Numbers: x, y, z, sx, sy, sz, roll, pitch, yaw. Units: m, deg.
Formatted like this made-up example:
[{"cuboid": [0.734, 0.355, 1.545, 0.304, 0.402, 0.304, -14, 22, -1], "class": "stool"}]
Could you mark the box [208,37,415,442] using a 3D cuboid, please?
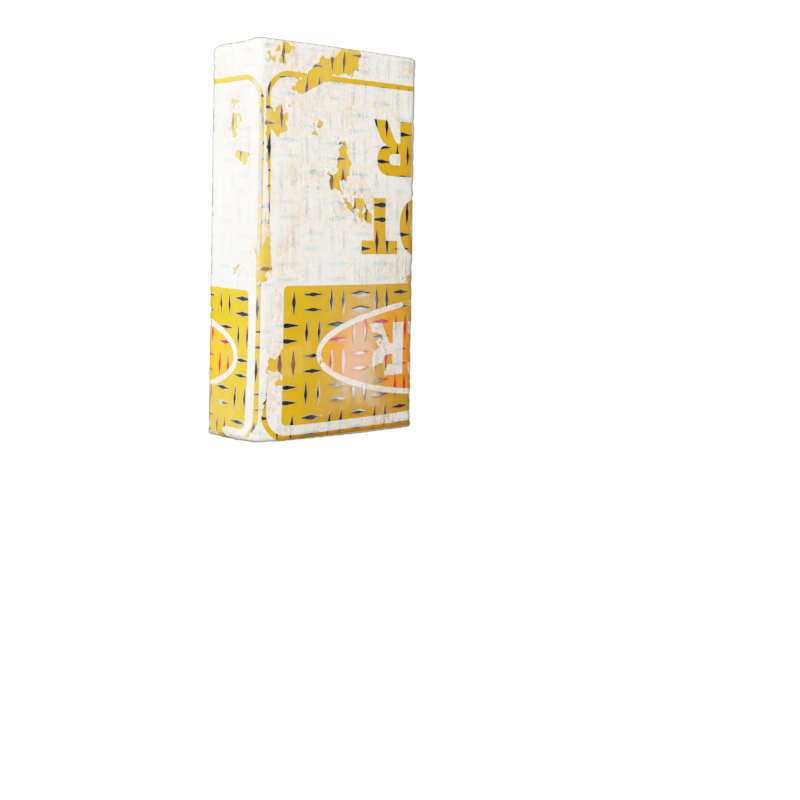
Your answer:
[{"cuboid": [-0.040, -0.073, 0.513, 0.090, 0.177, 0.050, 0, 0, -40], "class": "box"}]
